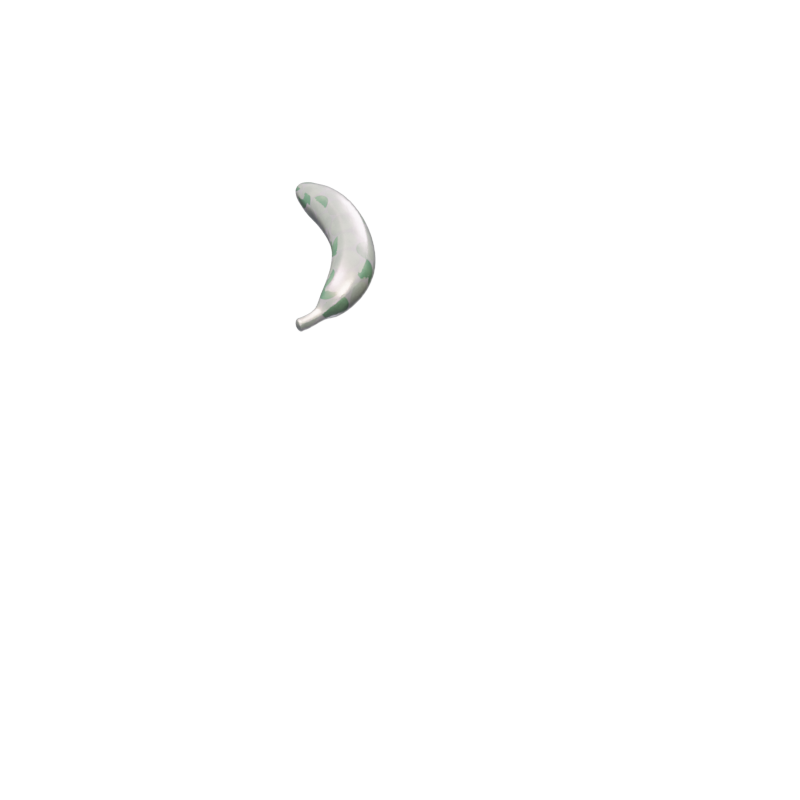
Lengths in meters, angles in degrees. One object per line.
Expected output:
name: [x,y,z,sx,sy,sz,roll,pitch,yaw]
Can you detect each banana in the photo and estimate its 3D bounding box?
banana: [-0.057,-0.136,0.971,0.069,0.034,0.212,-2,41,-3]
